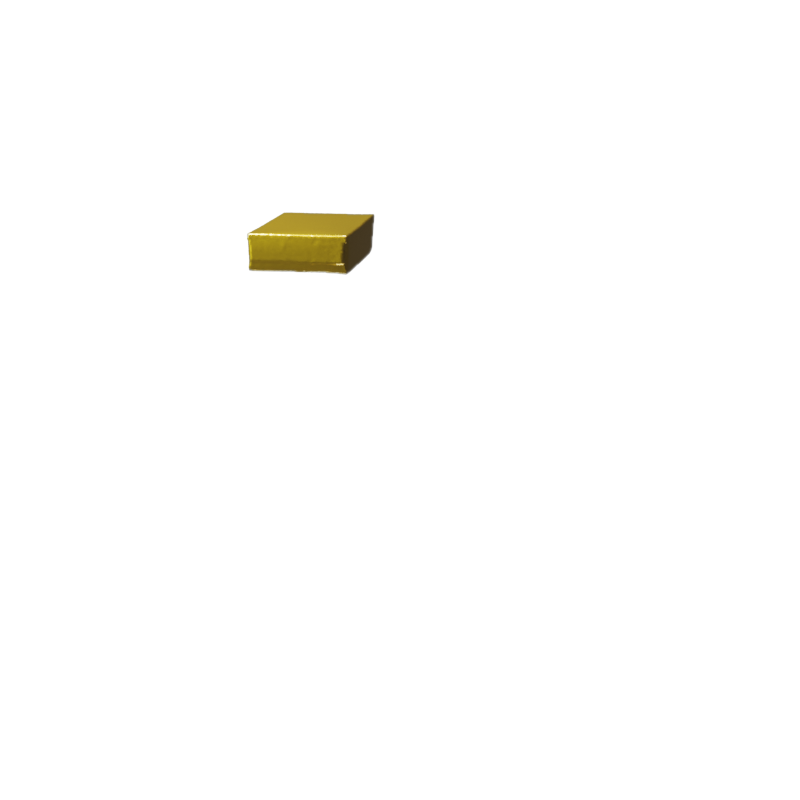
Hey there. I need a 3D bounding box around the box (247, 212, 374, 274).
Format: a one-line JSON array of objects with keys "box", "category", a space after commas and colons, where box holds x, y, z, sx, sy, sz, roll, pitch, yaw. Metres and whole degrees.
[{"box": [-0.078, -0.142, 0.994, 0.092, 0.038, 0.115, 4, 17, 12], "category": "box"}]
